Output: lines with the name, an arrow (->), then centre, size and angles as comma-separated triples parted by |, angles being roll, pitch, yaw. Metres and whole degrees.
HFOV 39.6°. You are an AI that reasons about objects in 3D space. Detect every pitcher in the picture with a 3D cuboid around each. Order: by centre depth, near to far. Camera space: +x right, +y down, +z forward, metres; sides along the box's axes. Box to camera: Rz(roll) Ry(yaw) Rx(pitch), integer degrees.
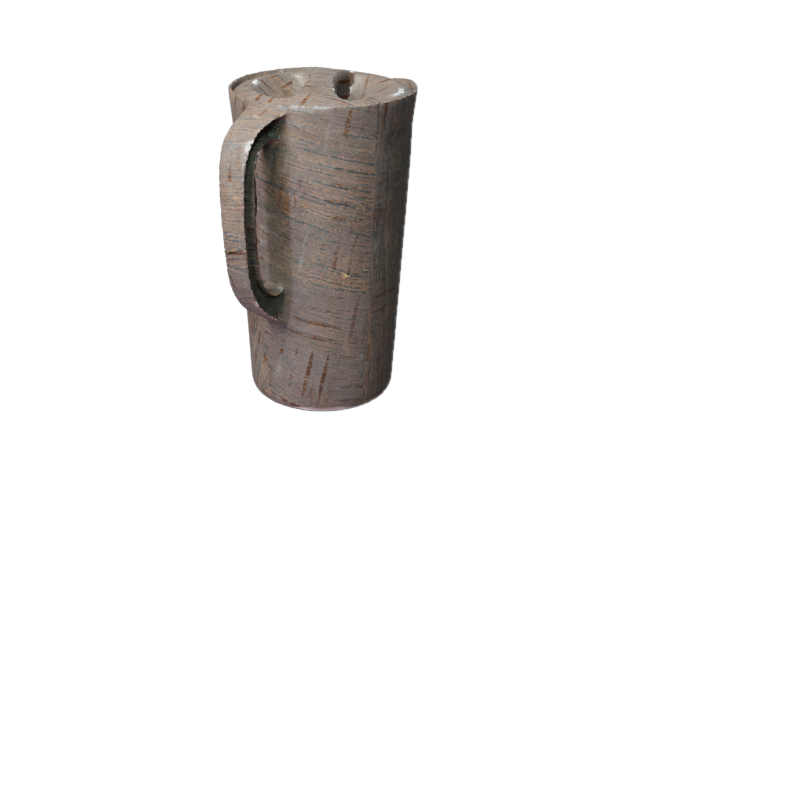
pitcher -> -0.063, -0.116, 0.811 | 0.147, 0.232, 0.154 | -4, 23, -13
